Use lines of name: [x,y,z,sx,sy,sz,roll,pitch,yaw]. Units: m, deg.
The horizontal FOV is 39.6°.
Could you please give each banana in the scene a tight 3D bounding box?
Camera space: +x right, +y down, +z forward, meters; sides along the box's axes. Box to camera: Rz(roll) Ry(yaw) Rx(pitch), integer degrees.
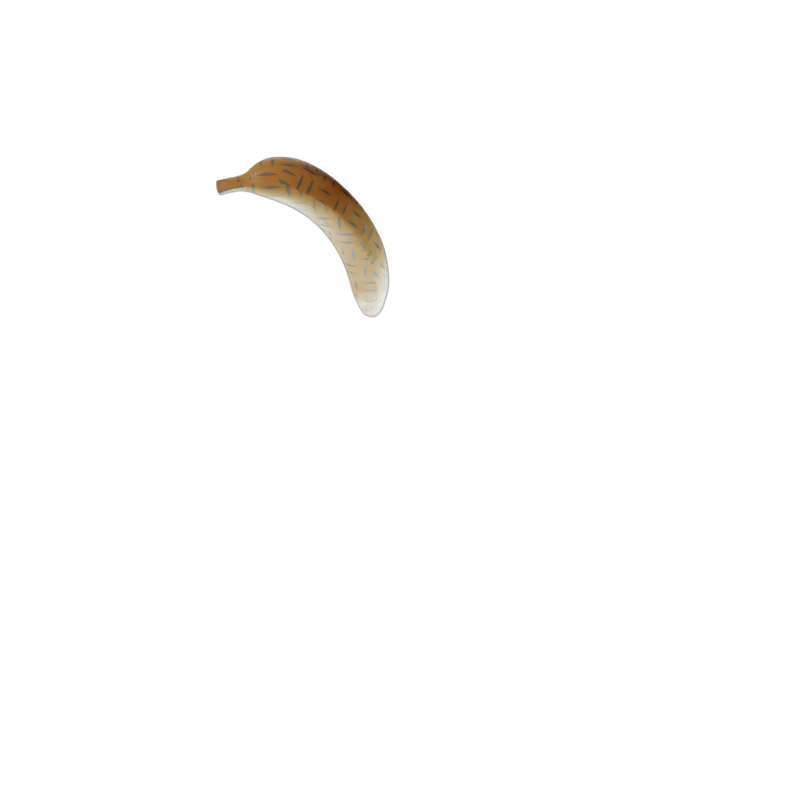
banana: [-0.058,-0.139,0.895,0.069,0.039,0.185,-31,-52,27]
